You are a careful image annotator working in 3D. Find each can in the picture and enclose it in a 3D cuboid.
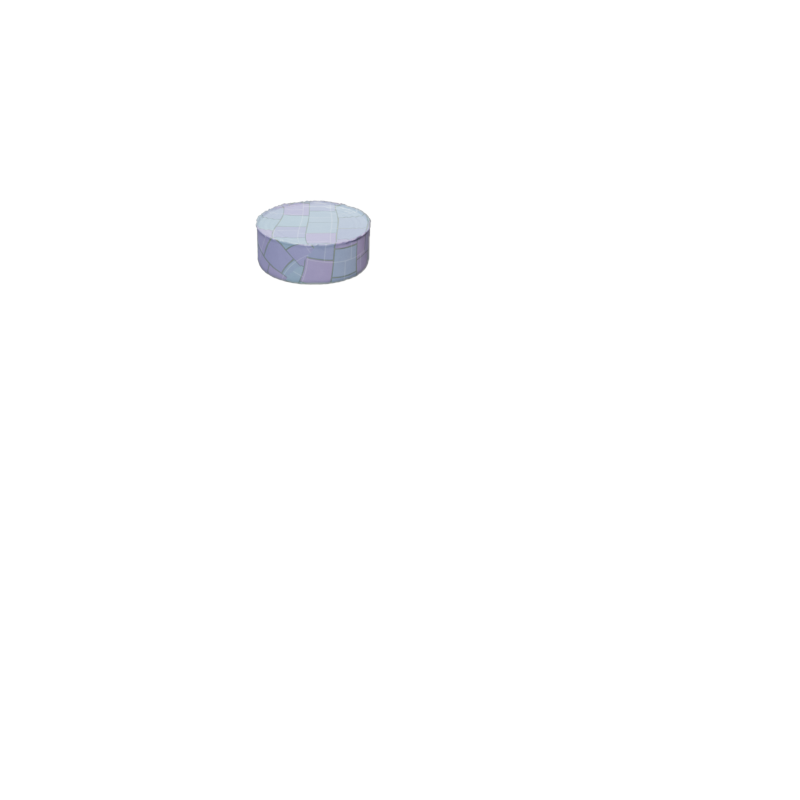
[{"bbox_3d":[-0.065,-0.118,0.830,0.086,0.032,0.091,-1,29,-2],"label":"can"}]
